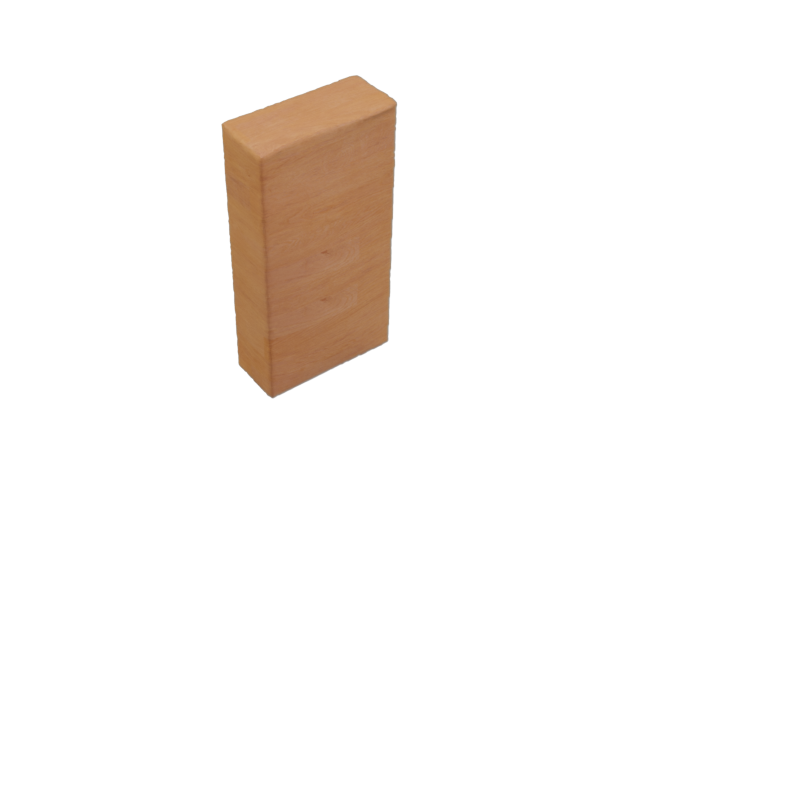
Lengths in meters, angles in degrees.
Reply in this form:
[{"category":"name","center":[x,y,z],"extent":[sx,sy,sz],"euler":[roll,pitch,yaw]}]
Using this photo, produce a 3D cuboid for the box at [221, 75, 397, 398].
[{"category":"box","center":[-0.050,-0.092,0.645],"extent":[0.093,0.164,0.052],"euler":[-27,51,-28]}]
